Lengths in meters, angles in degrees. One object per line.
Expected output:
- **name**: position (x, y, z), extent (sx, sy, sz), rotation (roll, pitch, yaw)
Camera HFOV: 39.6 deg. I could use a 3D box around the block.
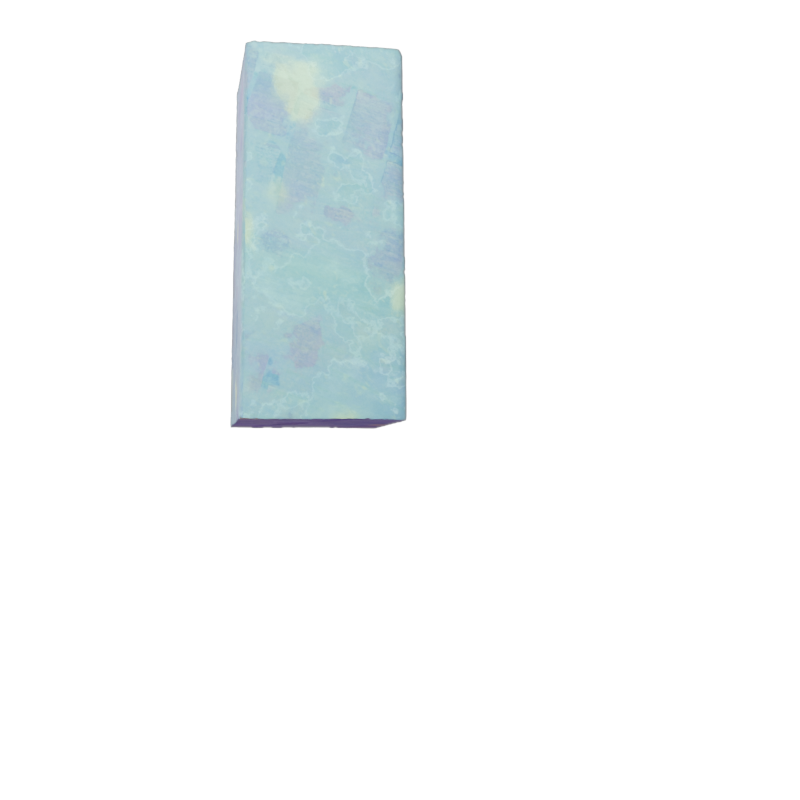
- **block**: position (-0.049, -0.091, 0.634), extent (0.089, 0.212, 0.089), rotation (1, -11, -10)
